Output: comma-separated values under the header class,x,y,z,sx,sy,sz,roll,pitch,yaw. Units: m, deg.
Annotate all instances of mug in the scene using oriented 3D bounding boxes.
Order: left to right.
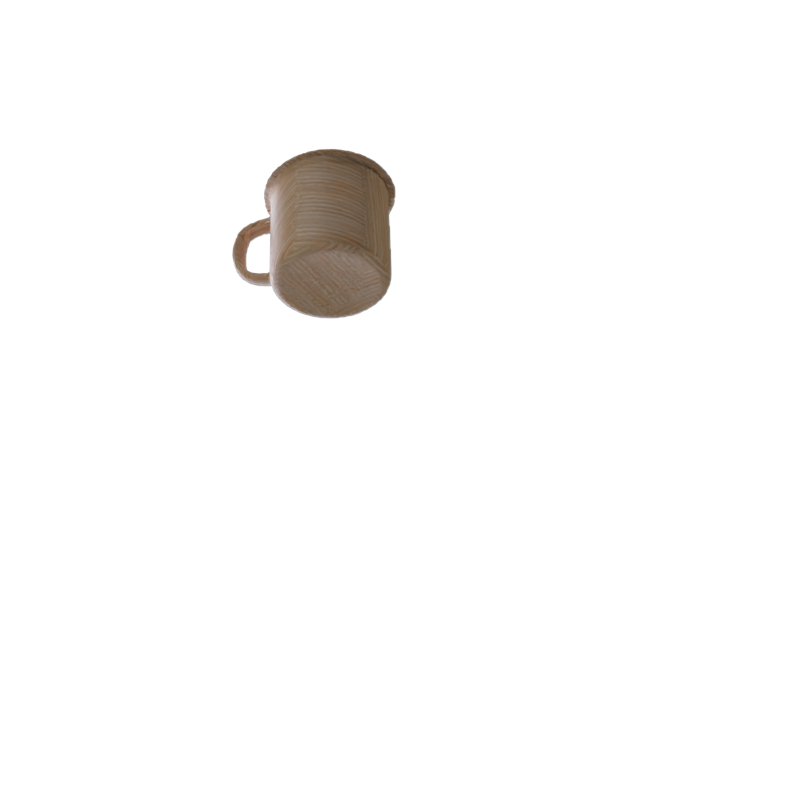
class,x,y,z,sx,sy,sz,roll,pitch,yaw
mug,-0.059,-0.108,0.759,0.118,0.087,0.086,-9,-38,11
